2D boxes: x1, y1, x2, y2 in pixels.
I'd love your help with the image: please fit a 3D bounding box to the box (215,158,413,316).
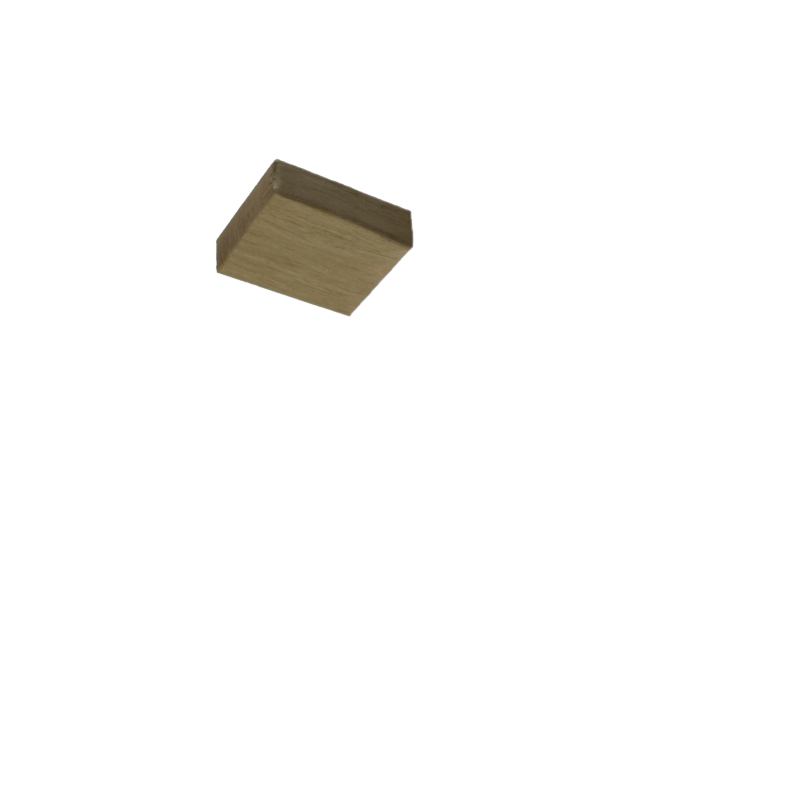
[{"bbox_3d":[-0.061,-0.111,0.775,0.109,0.042,0.087,20,-43,-24],"label":"box"}]
